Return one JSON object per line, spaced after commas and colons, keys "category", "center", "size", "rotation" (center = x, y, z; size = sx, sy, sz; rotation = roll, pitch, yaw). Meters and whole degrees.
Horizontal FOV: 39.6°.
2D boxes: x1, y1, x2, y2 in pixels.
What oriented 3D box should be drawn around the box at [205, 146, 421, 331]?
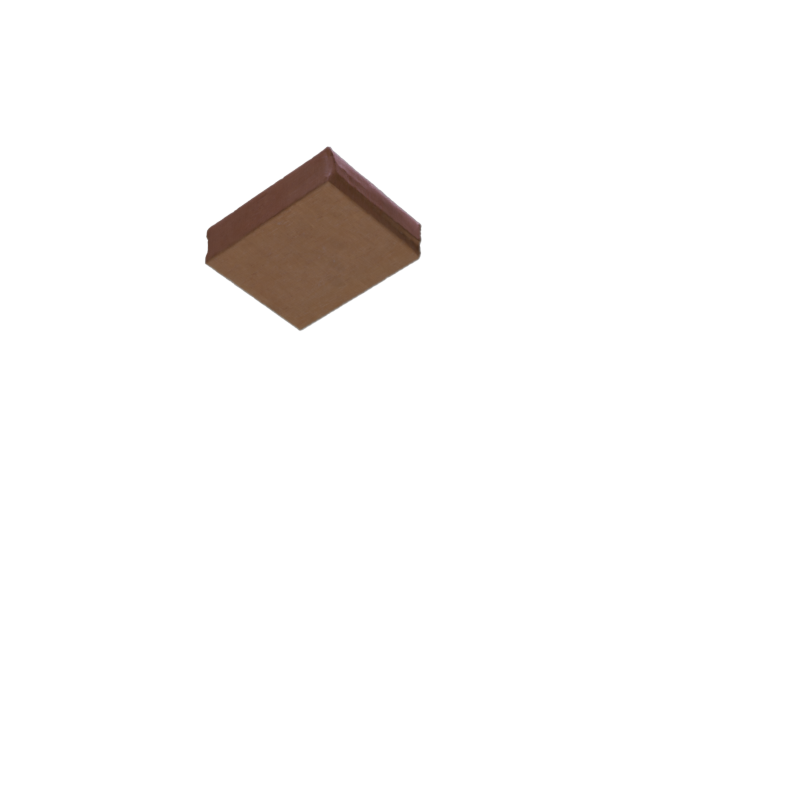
{"category": "box", "center": [-0.045, -0.082, 0.575], "size": [0.089, 0.032, 0.068], "rotation": [-30, -49, 30]}
